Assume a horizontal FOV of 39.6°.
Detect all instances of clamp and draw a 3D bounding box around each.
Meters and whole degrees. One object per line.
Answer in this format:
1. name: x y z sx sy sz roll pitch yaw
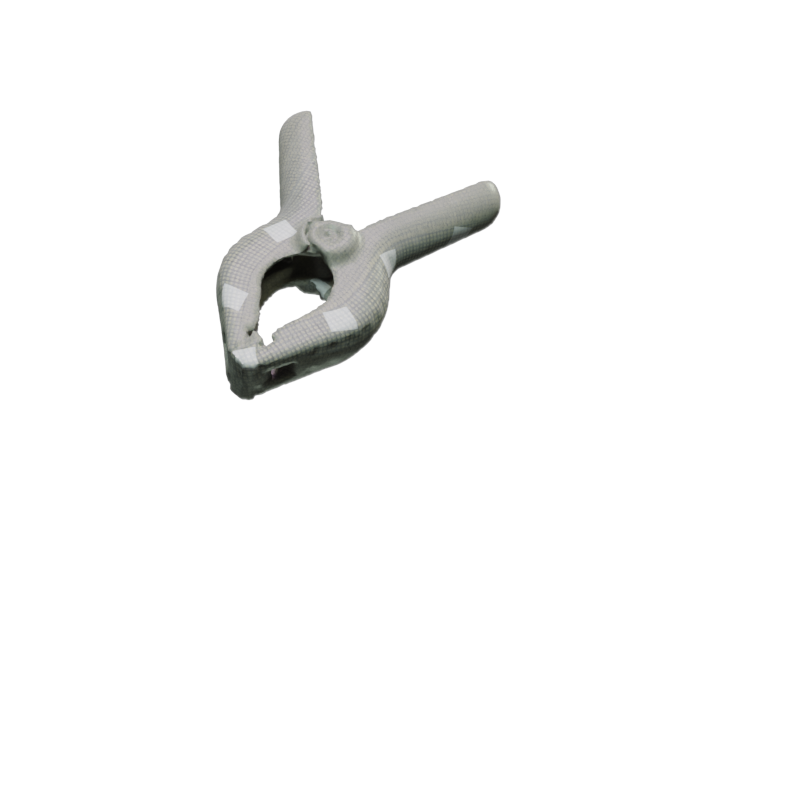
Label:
1. clamp: -0.041 -0.076 0.530 0.126 0.036 0.175 26 51 22
